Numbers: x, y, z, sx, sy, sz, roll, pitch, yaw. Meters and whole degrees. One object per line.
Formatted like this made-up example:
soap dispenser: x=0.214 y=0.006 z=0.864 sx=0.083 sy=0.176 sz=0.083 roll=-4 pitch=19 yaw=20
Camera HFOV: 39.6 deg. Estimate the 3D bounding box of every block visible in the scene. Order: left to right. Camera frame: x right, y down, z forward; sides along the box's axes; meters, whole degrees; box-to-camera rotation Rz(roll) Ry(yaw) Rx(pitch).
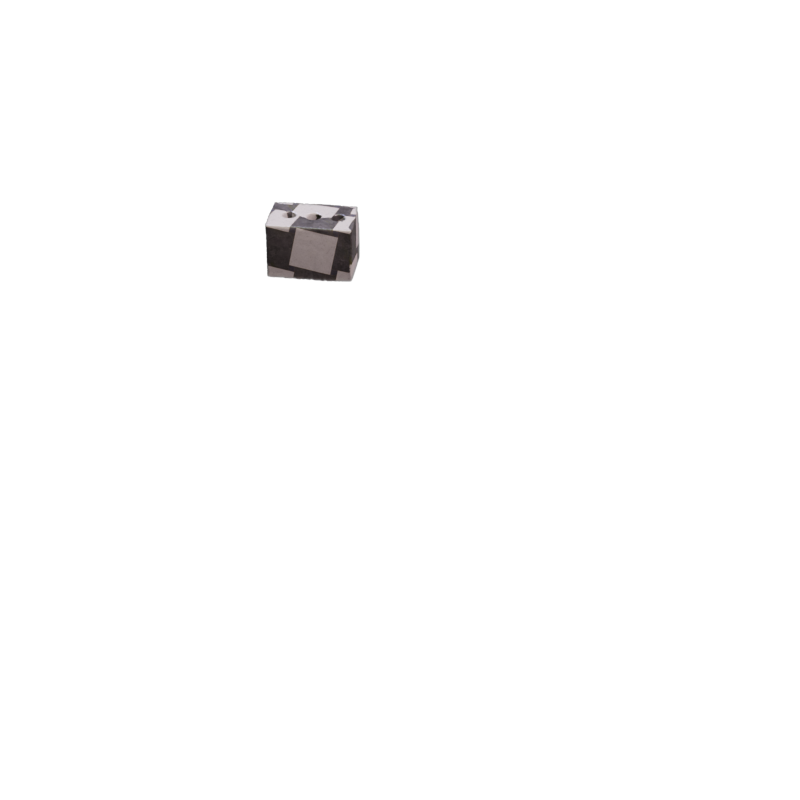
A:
block: x=-0.077 y=-0.140 z=0.979 sx=0.079 sy=0.048 sz=0.055 roll=4 pitch=29 yaw=6
